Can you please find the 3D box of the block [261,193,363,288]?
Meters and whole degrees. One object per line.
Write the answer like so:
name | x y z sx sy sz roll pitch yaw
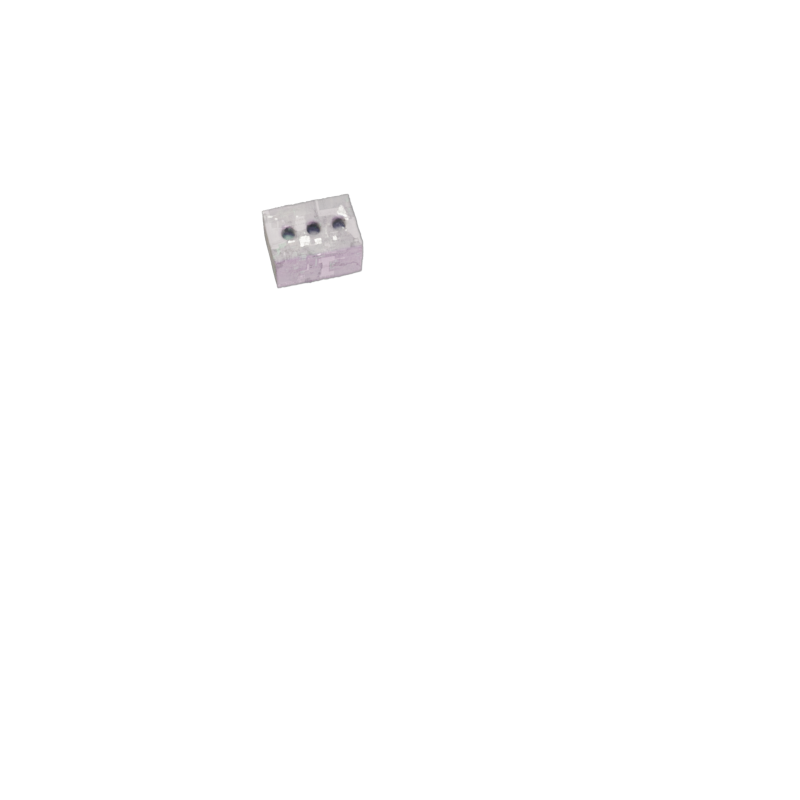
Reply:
block | -0.074 -0.135 0.943 0.077 0.056 0.048 -13 -24 -7
